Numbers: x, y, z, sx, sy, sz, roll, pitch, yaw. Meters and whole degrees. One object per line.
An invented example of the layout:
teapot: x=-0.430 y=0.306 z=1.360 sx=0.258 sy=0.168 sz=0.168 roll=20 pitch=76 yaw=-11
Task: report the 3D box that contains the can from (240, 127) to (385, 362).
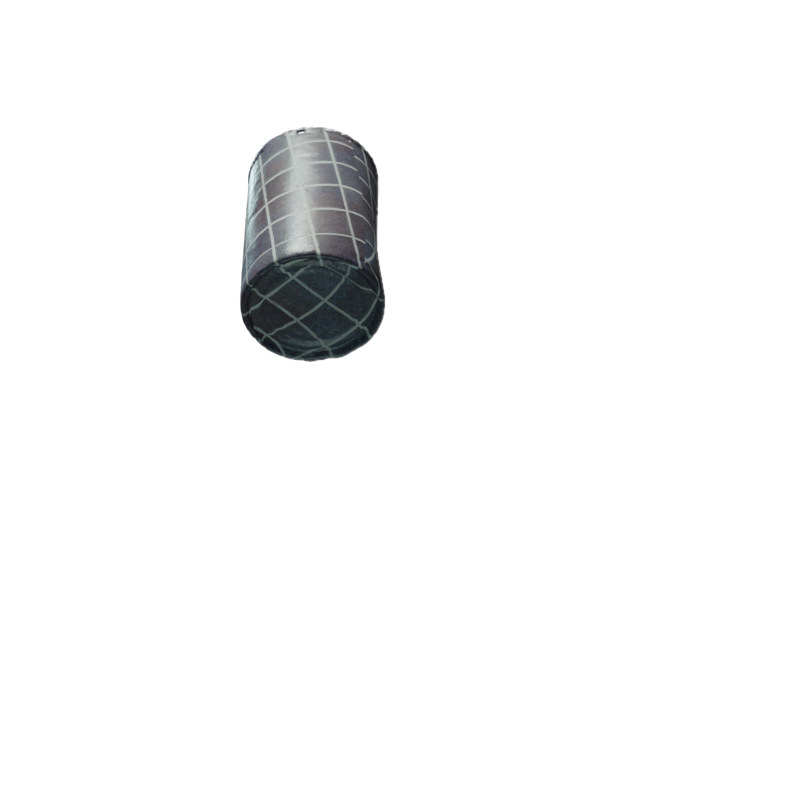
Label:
can: x=-0.042 y=-0.077 z=0.538 sx=0.068 sy=0.064 sz=0.110 roll=-1 pitch=42 yaw=-3
